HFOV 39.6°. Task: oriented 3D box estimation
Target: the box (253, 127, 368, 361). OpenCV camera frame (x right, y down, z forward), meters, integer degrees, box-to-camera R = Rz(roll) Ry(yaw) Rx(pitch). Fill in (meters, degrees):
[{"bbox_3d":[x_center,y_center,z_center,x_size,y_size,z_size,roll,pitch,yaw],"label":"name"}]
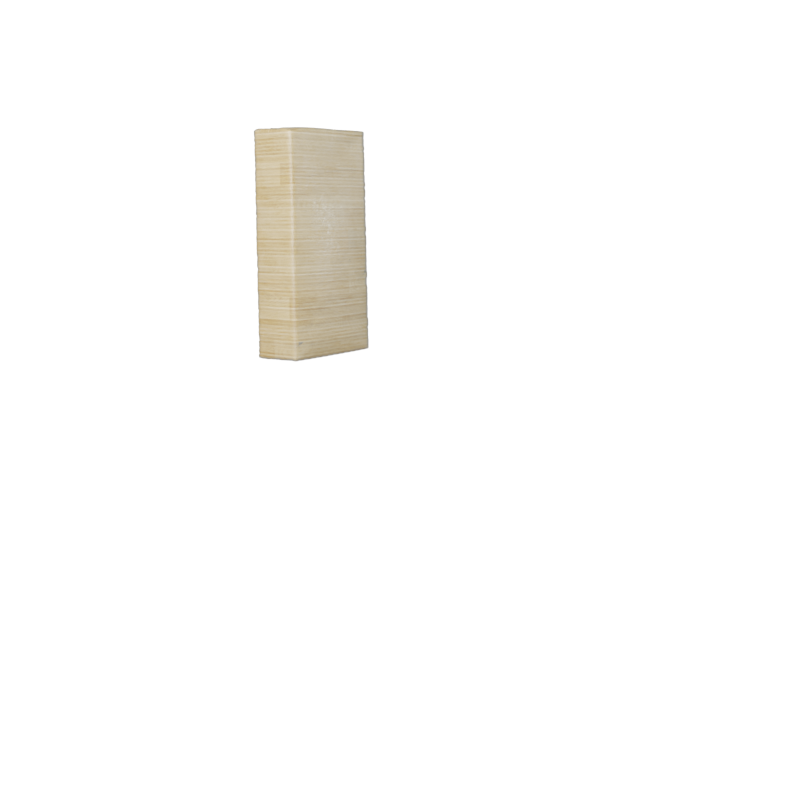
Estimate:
[{"bbox_3d":[-0.068,-0.124,0.869,0.050,0.174,0.090,3,6,37],"label":"box"}]
